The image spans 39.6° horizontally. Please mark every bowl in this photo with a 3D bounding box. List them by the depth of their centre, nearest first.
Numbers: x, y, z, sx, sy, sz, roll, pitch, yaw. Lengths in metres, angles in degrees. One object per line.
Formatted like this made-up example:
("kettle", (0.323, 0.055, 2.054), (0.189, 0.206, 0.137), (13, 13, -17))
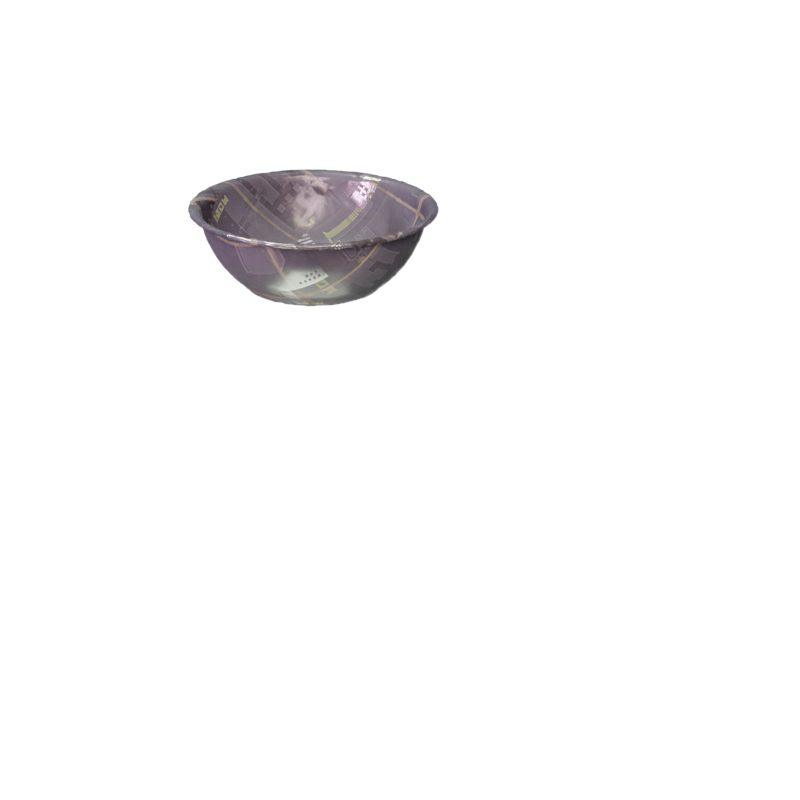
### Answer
("bowl", (-0.057, -0.104, 0.726), (0.162, 0.052, 0.171), (-1, 25, -2))
